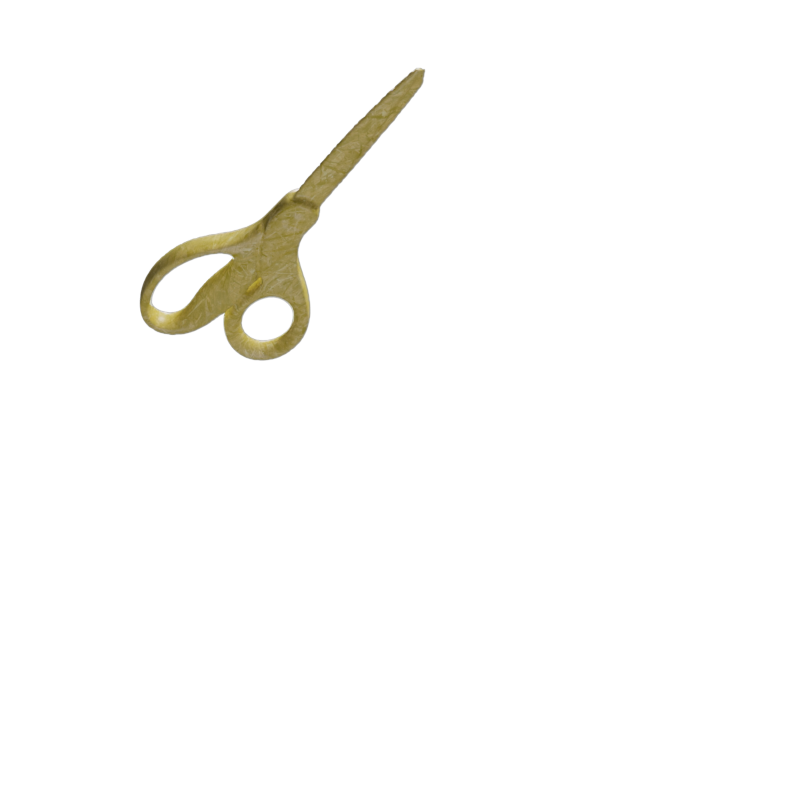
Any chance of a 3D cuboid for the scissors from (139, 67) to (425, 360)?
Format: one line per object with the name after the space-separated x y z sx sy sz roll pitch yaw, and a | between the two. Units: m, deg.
-0.043 -0.078 0.545 0.201 0.017 0.090 -28 -51 26 | scissors
